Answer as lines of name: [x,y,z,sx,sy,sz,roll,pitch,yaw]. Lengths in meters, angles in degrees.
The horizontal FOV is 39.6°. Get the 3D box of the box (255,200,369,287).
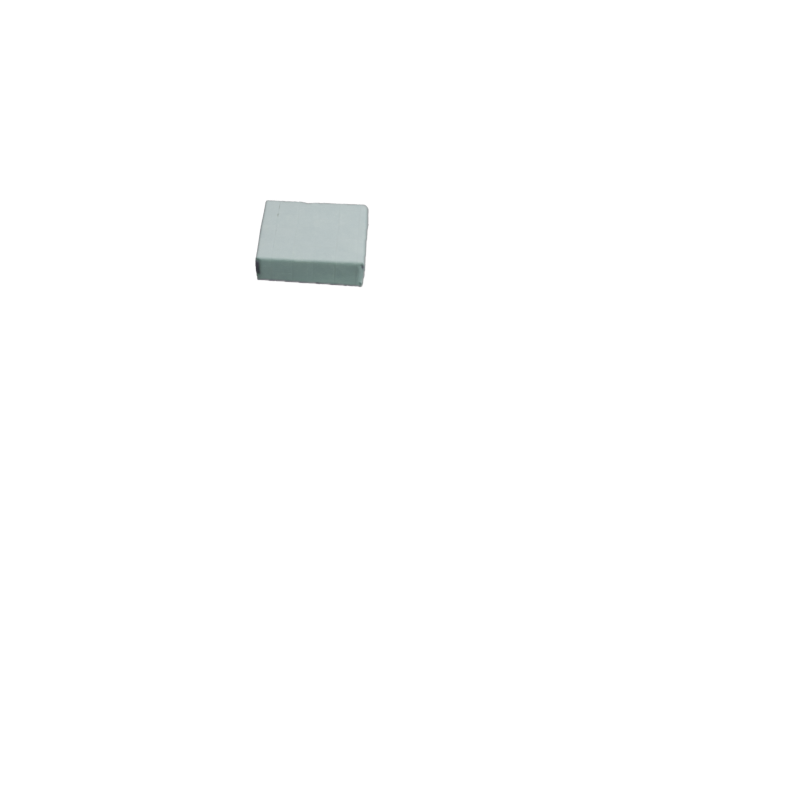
box: [-0.072,-0.131,0.919,0.090,0.078,0.028,3,-44,2]
